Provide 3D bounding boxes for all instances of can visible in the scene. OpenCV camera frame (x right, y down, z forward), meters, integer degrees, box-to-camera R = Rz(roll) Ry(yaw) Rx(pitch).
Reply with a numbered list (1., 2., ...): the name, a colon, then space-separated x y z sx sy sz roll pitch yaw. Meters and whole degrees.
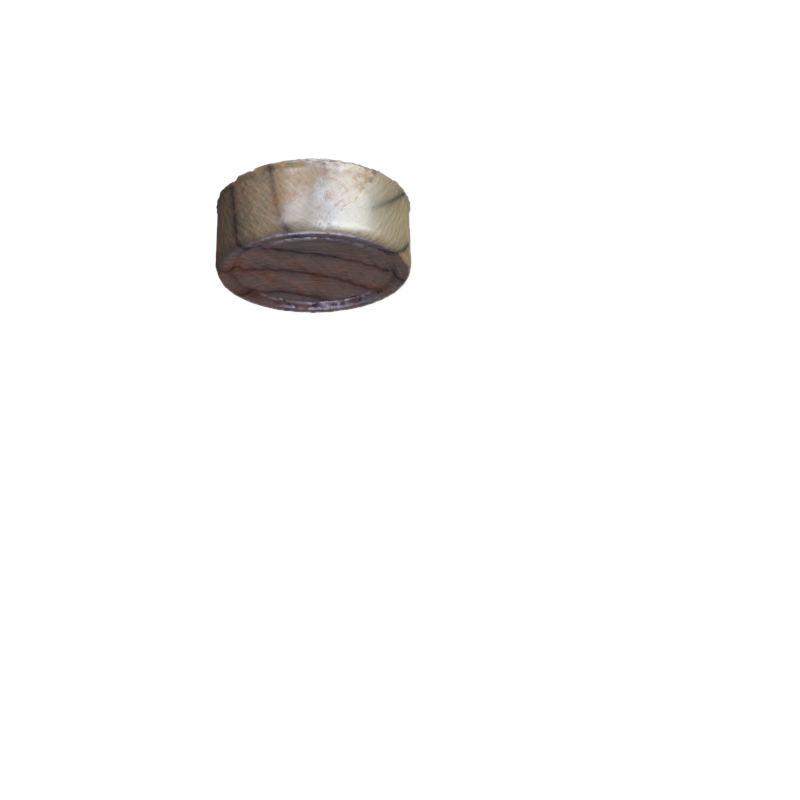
1. can: -0.038 -0.069 0.484 0.086 0.035 0.082 0 -21 -2
